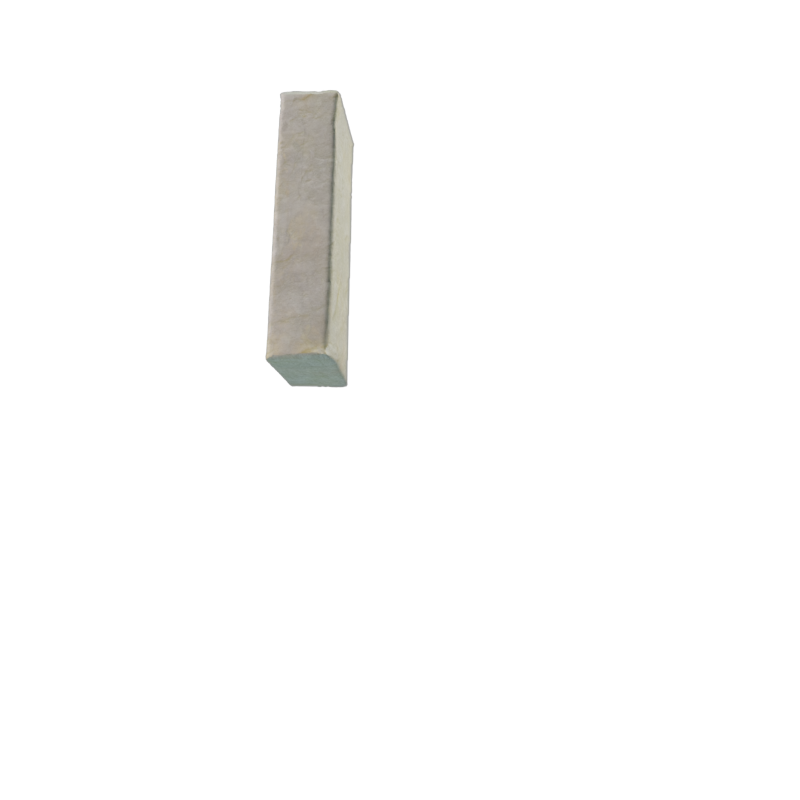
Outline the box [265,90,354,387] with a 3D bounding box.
[{"bbox_3d":[-0.057,-0.103,0.725,0.048,0.184,0.089,-3,-16,4],"label":"box"}]
